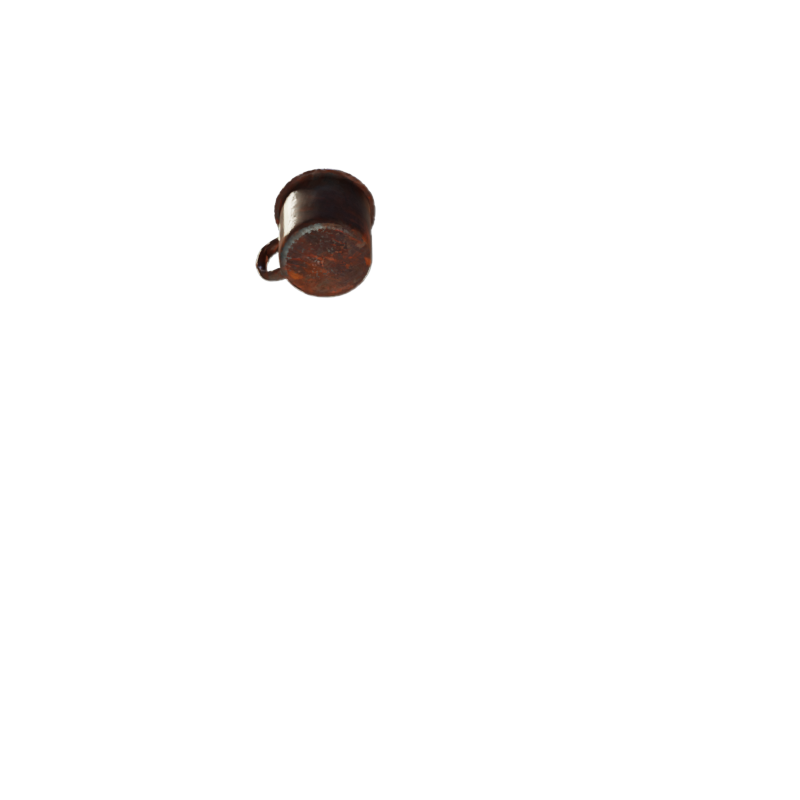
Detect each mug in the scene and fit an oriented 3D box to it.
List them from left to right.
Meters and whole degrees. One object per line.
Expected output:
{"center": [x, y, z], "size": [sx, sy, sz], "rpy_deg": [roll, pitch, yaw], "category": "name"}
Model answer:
{"center": [-0.077, -0.140, 0.982], "size": [0.117, 0.087, 0.087], "rpy_deg": [-22, 35, 15], "category": "mug"}
